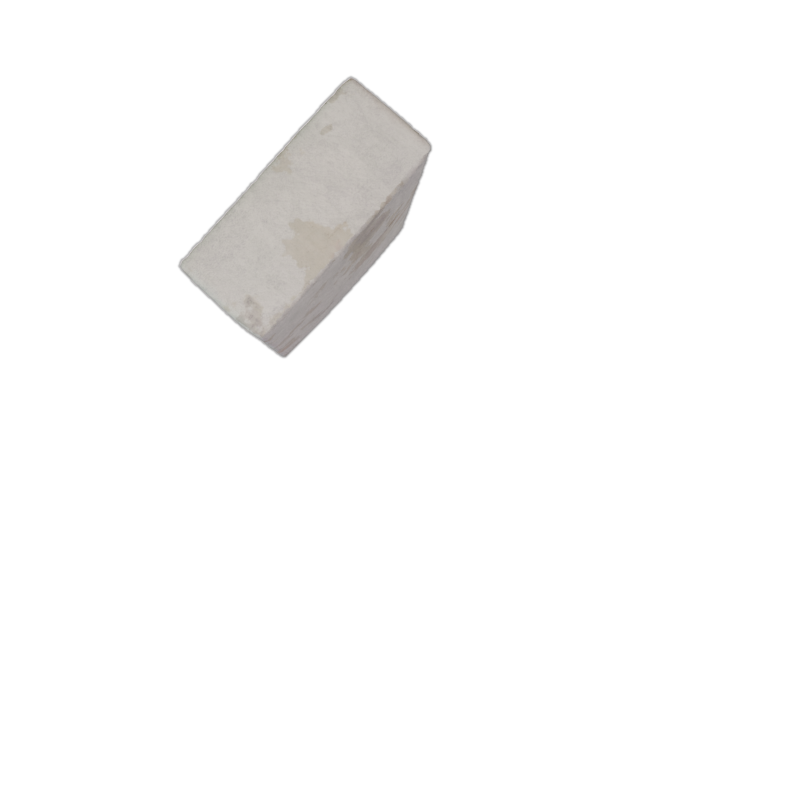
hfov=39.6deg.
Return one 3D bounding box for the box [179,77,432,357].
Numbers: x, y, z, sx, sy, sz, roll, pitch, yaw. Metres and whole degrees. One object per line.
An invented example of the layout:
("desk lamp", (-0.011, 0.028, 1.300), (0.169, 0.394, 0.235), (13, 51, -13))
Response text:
("box", (-0.036, -0.066, 0.466), (0.048, 0.094, 0.176), (42, -2, -4))
